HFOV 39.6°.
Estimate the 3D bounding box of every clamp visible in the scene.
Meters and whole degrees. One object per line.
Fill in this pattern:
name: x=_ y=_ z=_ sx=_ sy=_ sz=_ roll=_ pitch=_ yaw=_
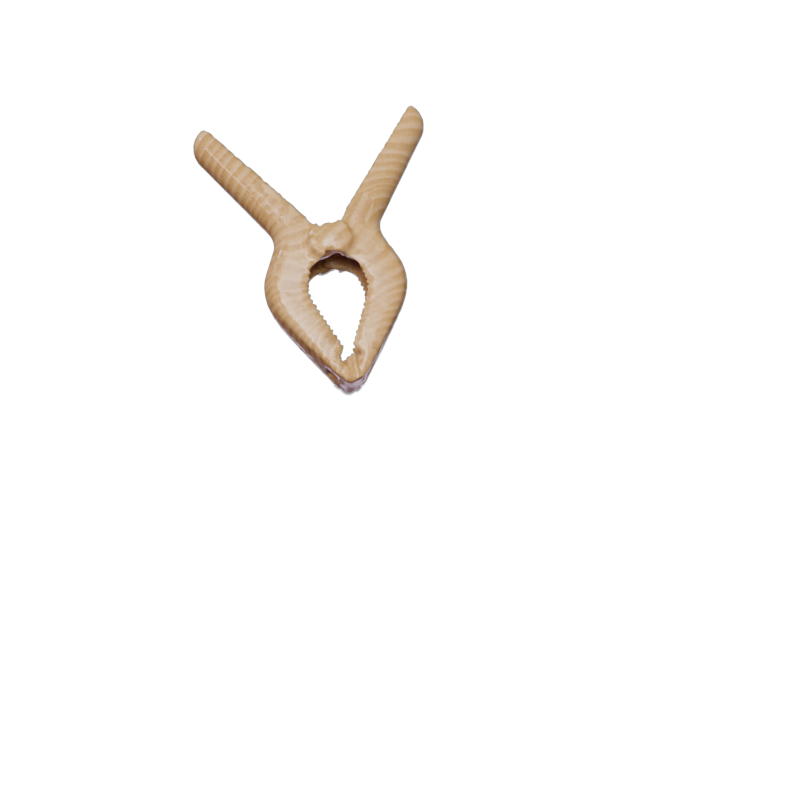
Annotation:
clamp: x=-0.059 y=-0.108 z=0.754 sx=0.164 sy=0.222 sz=0.034 roll=-3 pitch=-25 yaw=-1
